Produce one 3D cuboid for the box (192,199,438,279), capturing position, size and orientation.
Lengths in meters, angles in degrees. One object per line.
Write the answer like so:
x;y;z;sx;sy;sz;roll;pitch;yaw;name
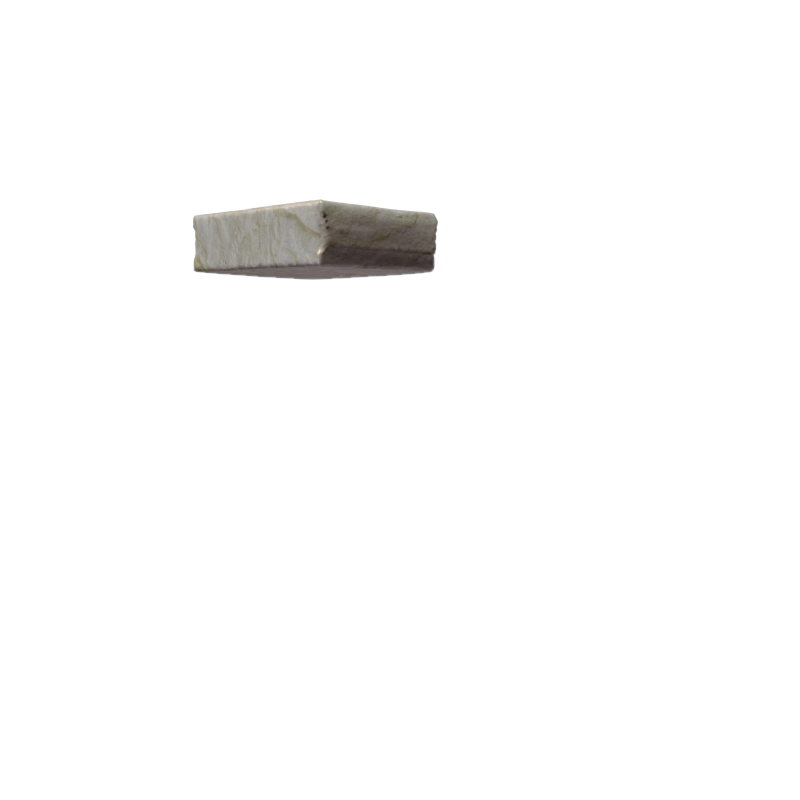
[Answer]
-0.039;-0.072;0.506;0.070;0.030;0.093;-2;3;-45;box
